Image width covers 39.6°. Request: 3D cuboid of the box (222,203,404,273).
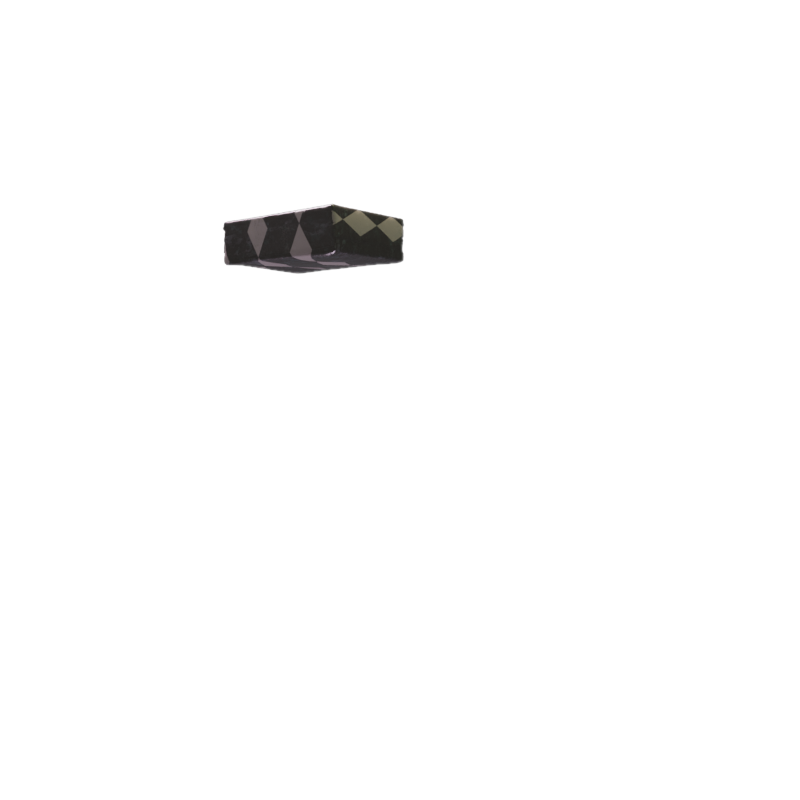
[{"bbox_3d":[-0.067,-0.123,0.860,0.117,0.039,0.086,0,0,38],"label":"box"}]
